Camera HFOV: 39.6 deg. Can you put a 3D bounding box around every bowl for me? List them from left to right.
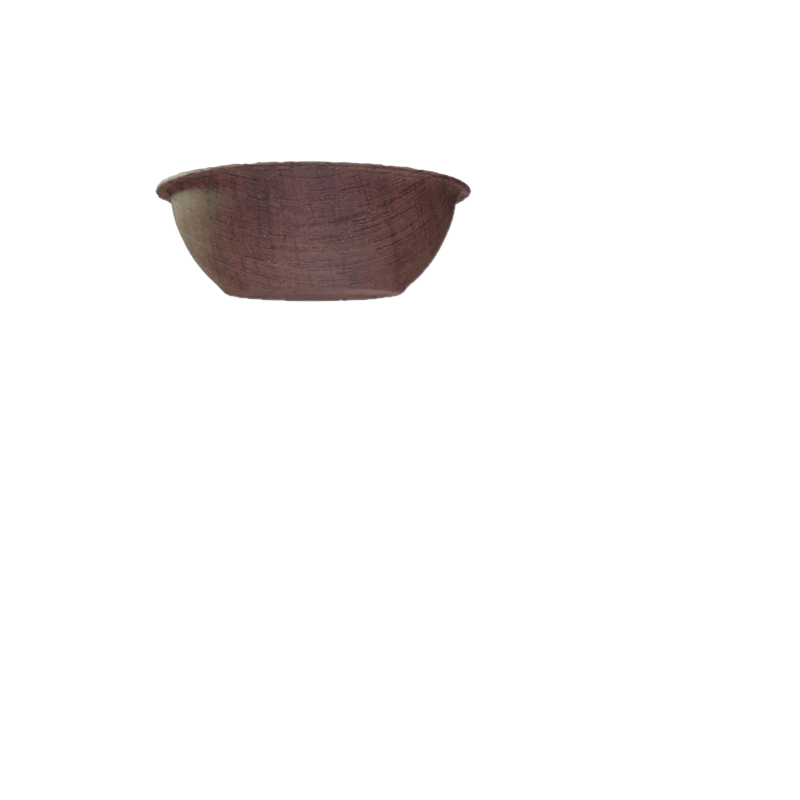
[{"bbox_3d":[-0.045,-0.081,0.569,0.162,0.056,0.161,0,0,-2],"label":"bowl"}]
